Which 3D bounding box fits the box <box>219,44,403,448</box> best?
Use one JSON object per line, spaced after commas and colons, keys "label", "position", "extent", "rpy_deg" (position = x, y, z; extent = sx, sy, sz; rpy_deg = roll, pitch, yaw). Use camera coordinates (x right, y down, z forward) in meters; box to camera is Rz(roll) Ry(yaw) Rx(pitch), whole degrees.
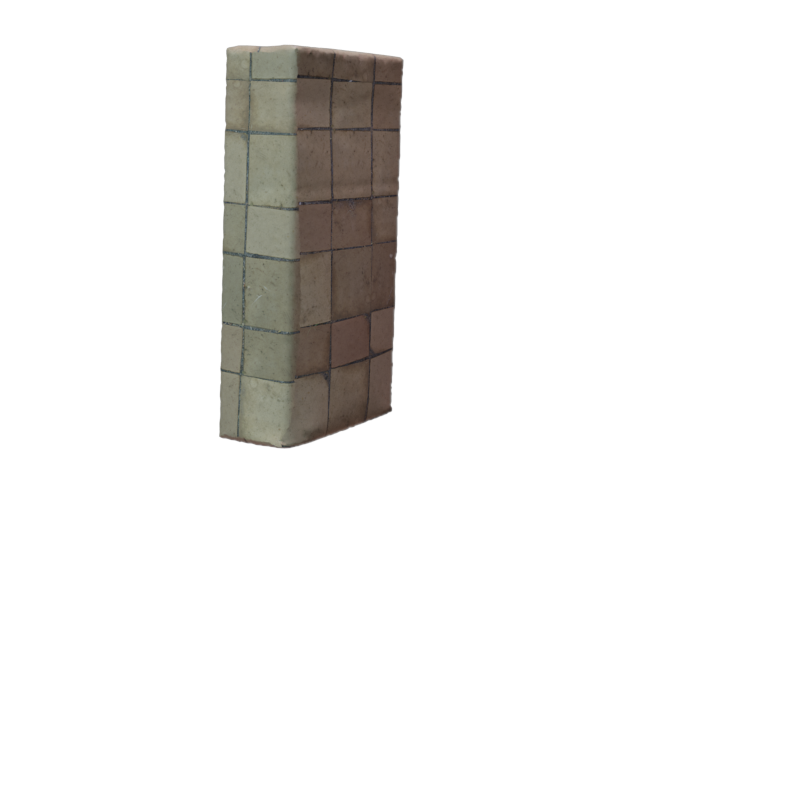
{"label": "box", "position": [-0.041, -0.074, 0.517], "extent": [0.050, 0.174, 0.091], "rpy_deg": [4, 7, 31]}
